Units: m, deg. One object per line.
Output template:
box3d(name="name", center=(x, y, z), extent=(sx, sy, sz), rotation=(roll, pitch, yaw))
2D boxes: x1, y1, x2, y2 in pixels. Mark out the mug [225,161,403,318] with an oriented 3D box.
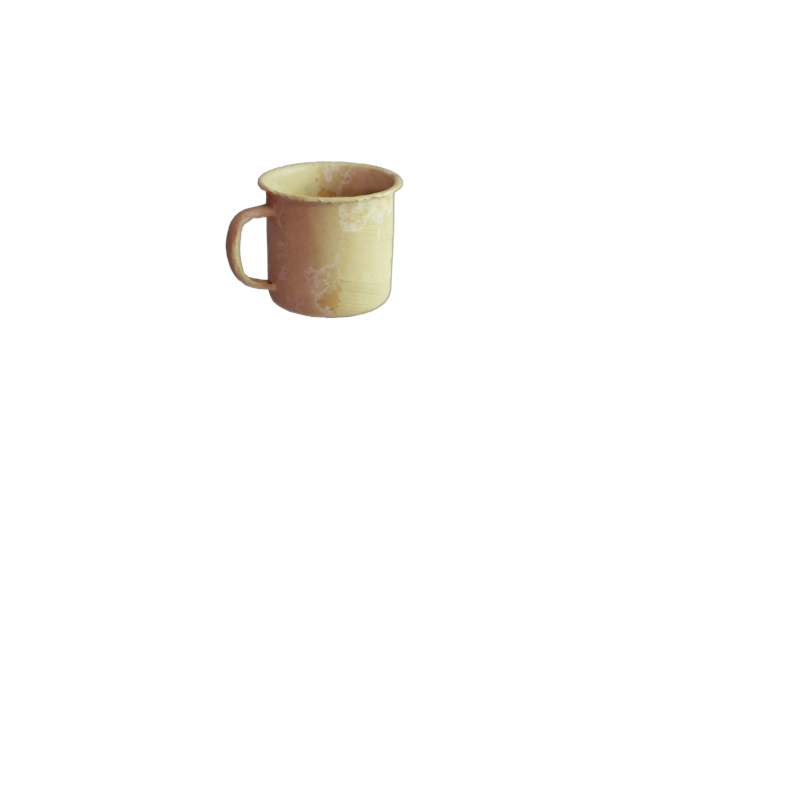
box3d(name="mug", center=(-0.056, -0.102, 0.713), extent=(0.115, 0.078, 0.100), rotation=(-12, 26, -26))
